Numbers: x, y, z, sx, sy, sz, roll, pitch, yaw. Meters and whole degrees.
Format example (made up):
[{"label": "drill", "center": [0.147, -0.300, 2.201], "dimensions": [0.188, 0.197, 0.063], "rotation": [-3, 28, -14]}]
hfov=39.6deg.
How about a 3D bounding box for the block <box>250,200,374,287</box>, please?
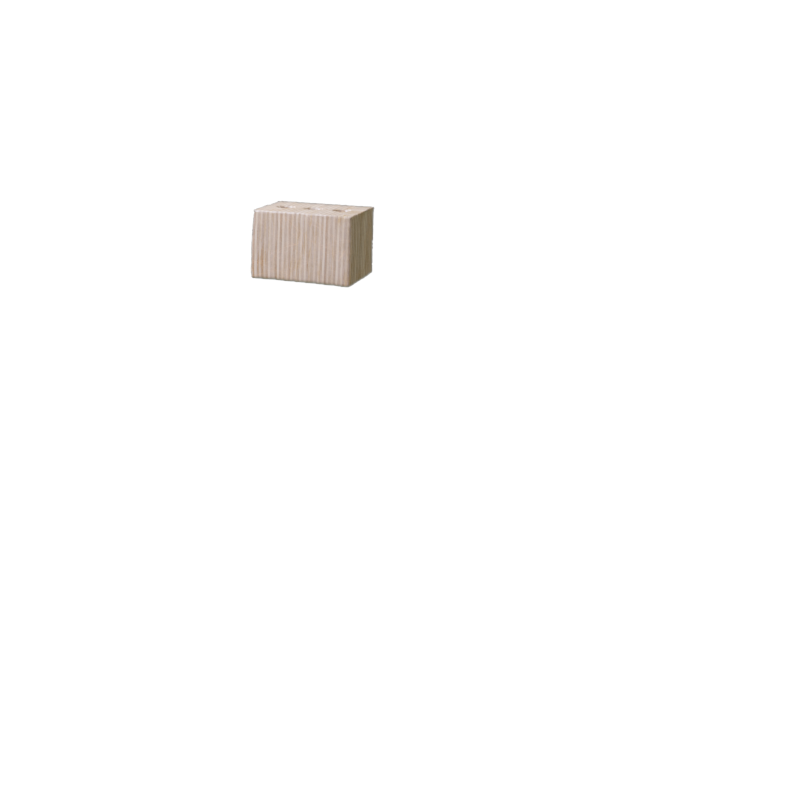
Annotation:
[{"label": "block", "center": [-0.063, -0.116, 0.809], "dimensions": [0.080, 0.050, 0.053], "rotation": [6, 17, 19]}]
